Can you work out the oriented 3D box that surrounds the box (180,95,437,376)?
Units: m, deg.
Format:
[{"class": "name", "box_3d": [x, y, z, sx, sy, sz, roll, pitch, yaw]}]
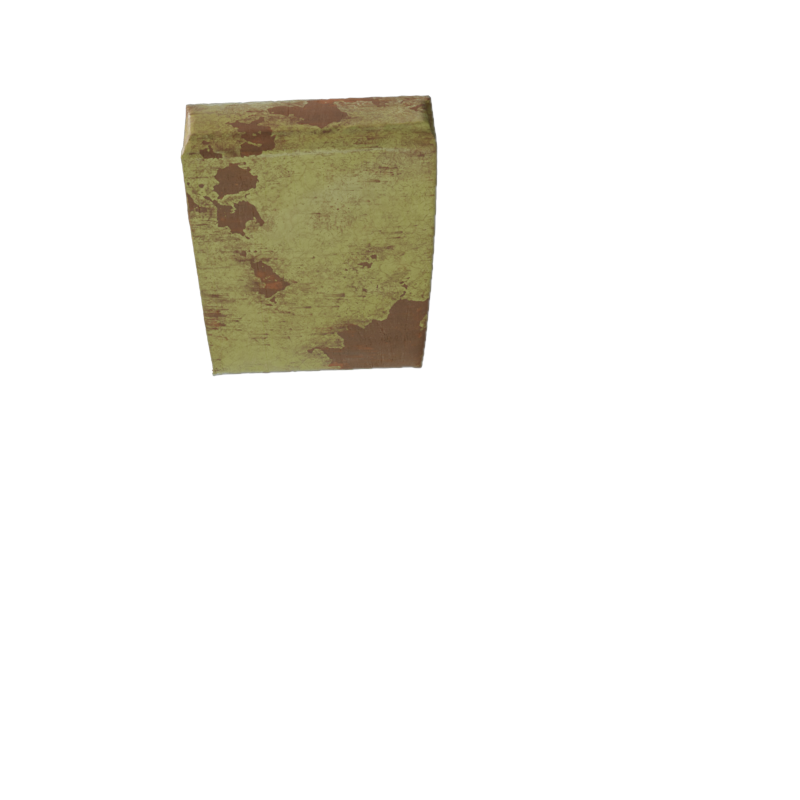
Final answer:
[{"class": "box", "box_3d": [-0.033, -0.060, 0.423, 0.090, 0.106, 0.042, 0, 42, 0]}]
